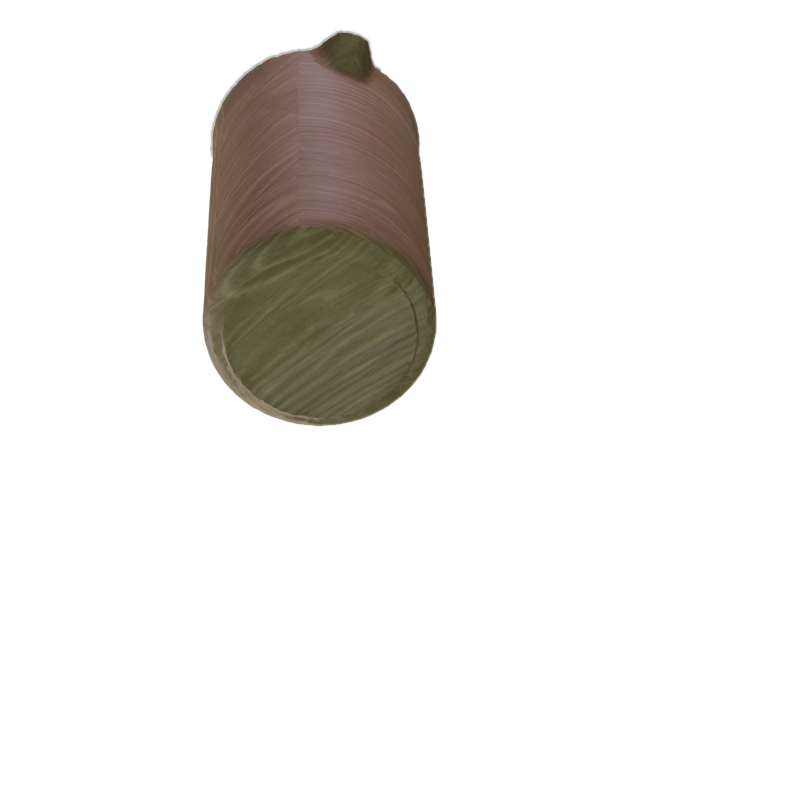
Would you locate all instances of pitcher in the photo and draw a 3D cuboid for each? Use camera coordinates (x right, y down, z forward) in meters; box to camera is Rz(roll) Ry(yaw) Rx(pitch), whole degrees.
[{"bbox_3d":[-0.048,-0.087,0.612,0.145,0.140,0.258,-25,30,11],"label":"pitcher"}]
